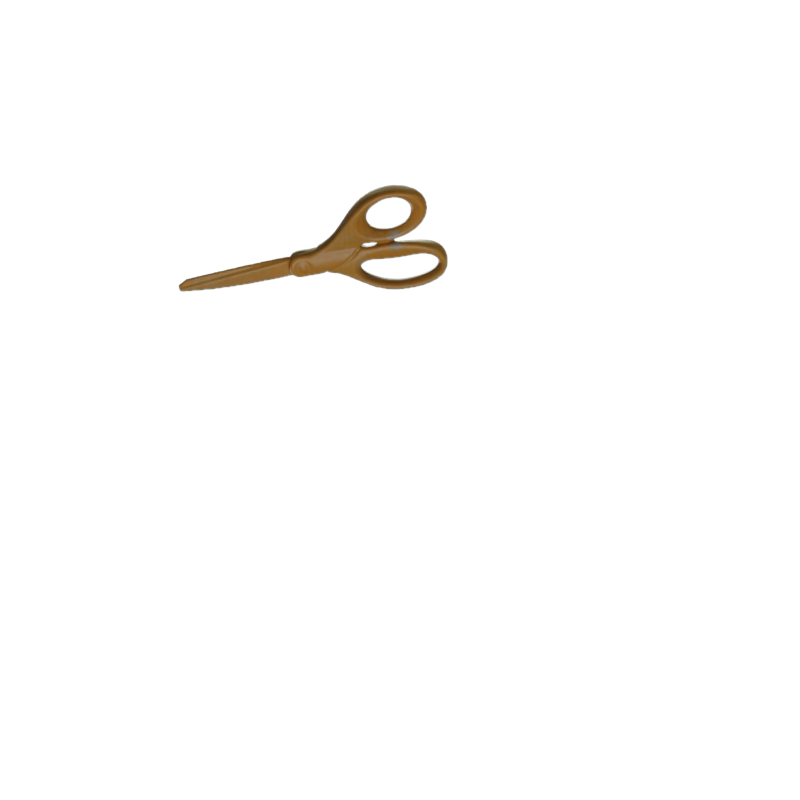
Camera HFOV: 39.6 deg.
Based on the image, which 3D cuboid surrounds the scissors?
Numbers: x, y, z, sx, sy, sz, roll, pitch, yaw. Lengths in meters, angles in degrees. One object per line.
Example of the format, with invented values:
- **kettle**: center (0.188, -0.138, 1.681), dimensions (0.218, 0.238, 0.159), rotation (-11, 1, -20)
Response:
- **scissors**: center (-0.064, -0.117, 0.819), dimensions (0.201, 0.090, 0.017), rotation (2, 36, -1)
